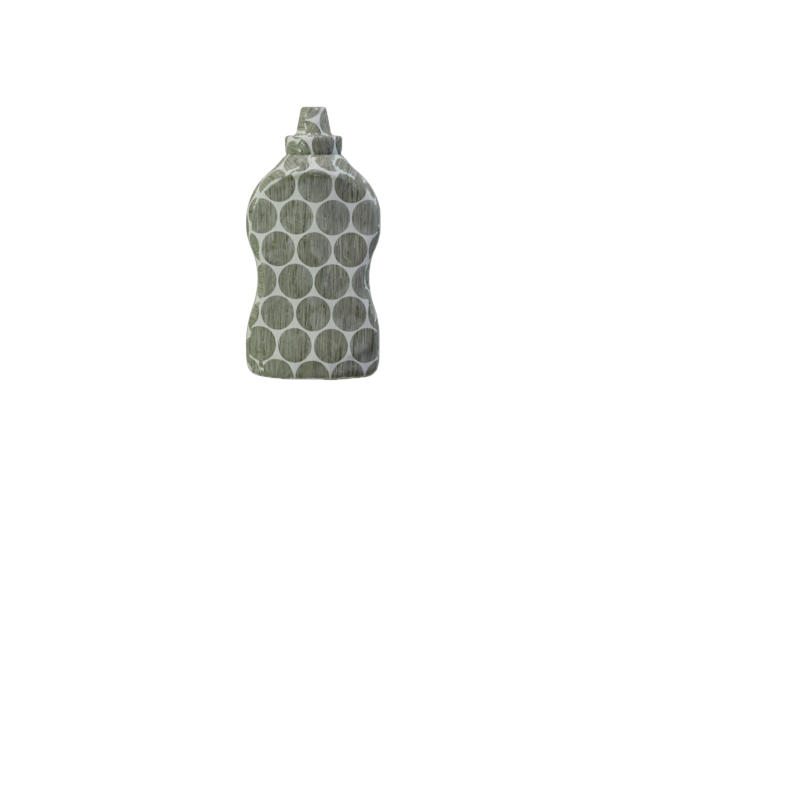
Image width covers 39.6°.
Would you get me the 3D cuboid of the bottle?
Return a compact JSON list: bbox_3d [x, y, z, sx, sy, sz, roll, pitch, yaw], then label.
[{"bbox_3d":[-0.062,-0.113,0.794,0.096,0.189,0.059,1,7,3],"label":"bottle"}]
